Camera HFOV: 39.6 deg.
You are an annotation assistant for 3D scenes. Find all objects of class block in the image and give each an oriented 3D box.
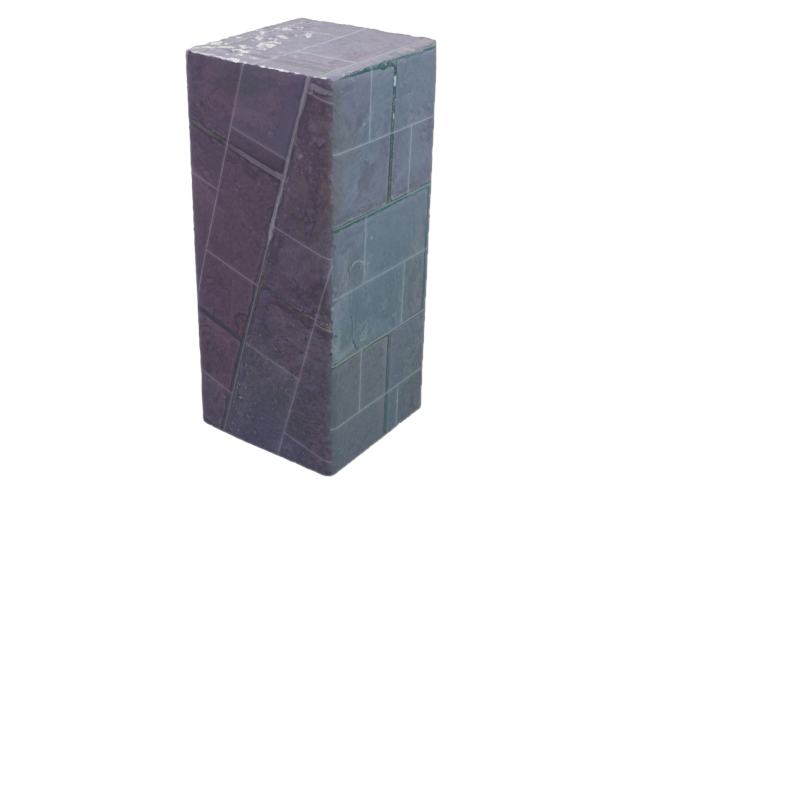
[{"bbox_3d":[-0.044,-0.081,0.568,0.095,0.195,0.091,19,30,31],"label":"block"}]
